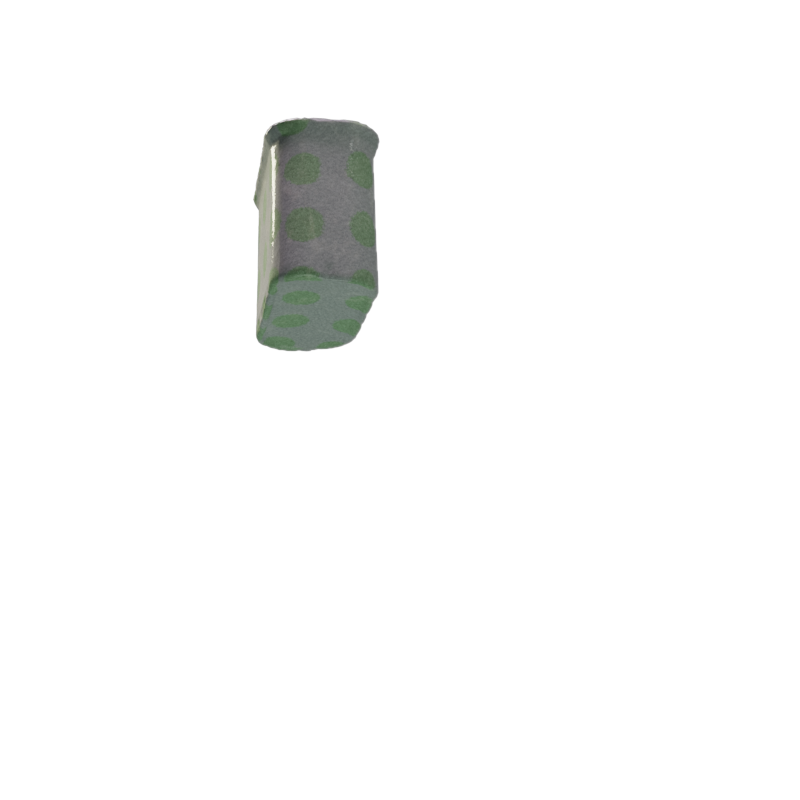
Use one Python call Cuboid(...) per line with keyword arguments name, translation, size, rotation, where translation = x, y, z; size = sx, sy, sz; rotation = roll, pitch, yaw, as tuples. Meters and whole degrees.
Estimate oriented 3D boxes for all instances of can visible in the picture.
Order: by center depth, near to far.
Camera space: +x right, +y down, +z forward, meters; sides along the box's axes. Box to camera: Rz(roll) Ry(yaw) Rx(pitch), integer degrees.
Cuboid(name="can", translation=(-0.044, -0.080, 0.558), size=(0.057, 0.088, 0.098), rotation=(3, -22, -10))
